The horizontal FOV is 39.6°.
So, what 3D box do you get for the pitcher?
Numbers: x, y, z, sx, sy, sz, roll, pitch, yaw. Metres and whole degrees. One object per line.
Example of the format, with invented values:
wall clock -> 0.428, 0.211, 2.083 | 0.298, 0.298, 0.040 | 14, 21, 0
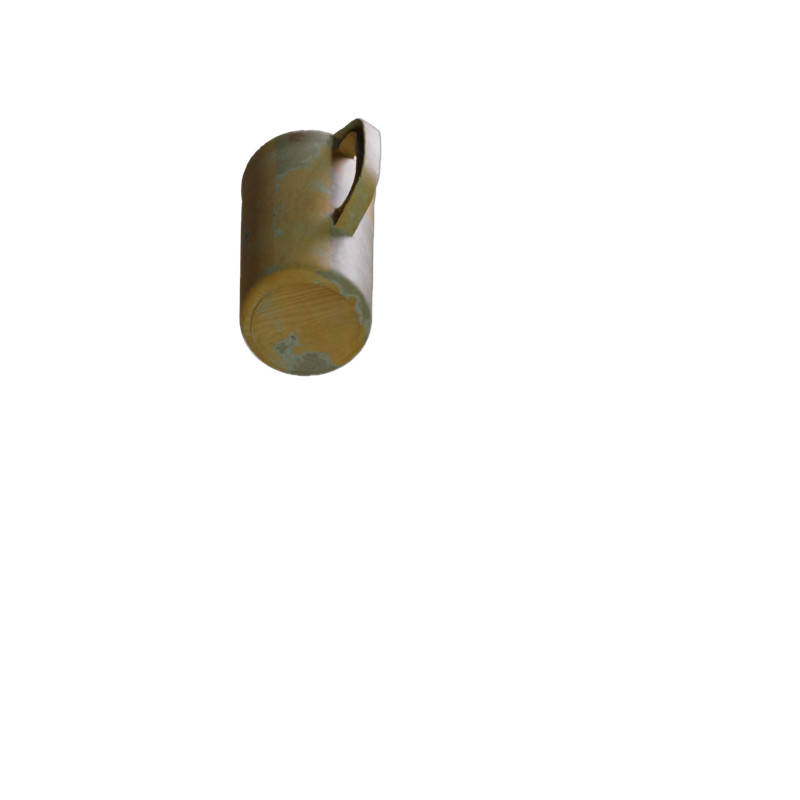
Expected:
pitcher -> -0.077, -0.141, 0.986 | 0.145, 0.139, 0.260 | -8, 35, 3
